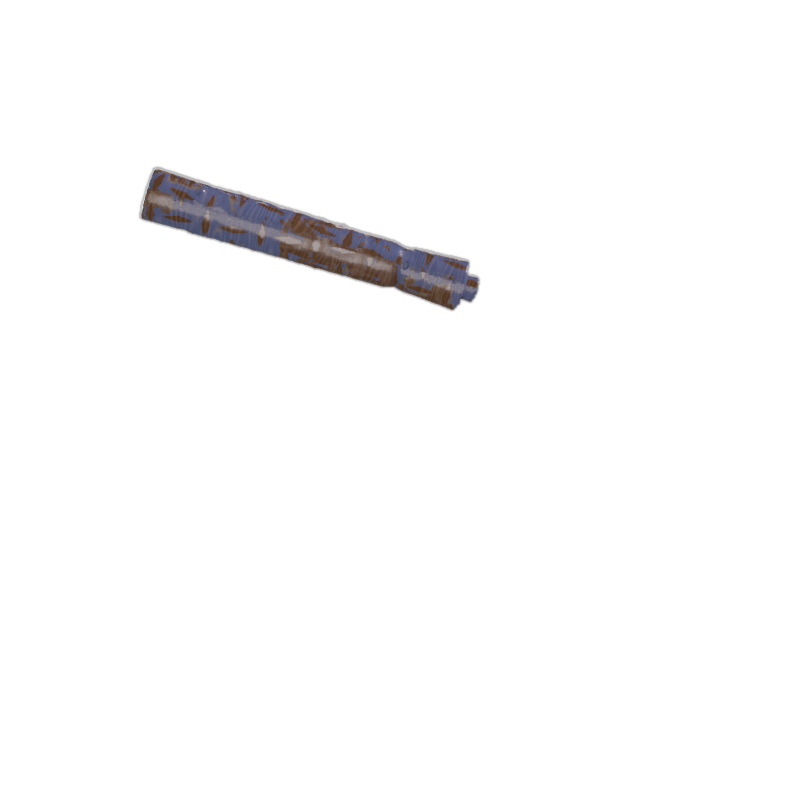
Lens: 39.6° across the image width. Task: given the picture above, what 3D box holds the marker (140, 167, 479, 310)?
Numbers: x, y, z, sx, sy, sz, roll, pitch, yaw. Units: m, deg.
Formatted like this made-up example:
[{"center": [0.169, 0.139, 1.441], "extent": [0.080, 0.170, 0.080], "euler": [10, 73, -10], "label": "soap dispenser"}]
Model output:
[{"center": [-0.031, -0.056, 0.390], "extent": [0.120, 0.020, 0.020], "euler": [16, 2, -4], "label": "marker"}]
